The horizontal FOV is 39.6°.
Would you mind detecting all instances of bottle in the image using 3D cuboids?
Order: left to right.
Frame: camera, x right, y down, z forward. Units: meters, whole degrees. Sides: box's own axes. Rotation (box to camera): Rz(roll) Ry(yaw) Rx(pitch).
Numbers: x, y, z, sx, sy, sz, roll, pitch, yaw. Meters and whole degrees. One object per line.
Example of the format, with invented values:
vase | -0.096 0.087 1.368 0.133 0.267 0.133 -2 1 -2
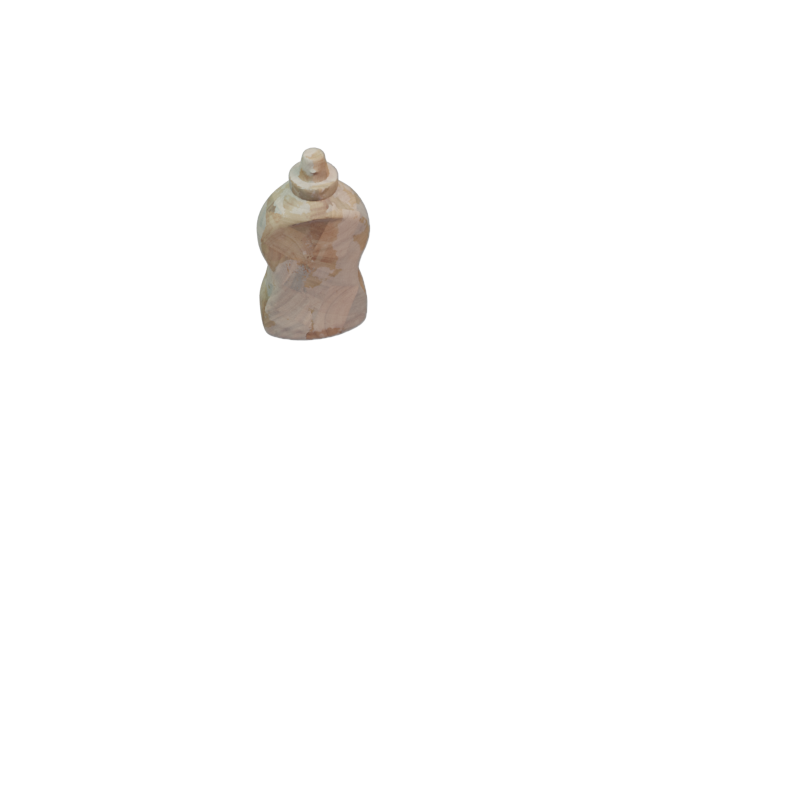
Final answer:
bottle | -0.074 -0.136 0.952 0.095 0.063 0.179 -5 -44 -8
